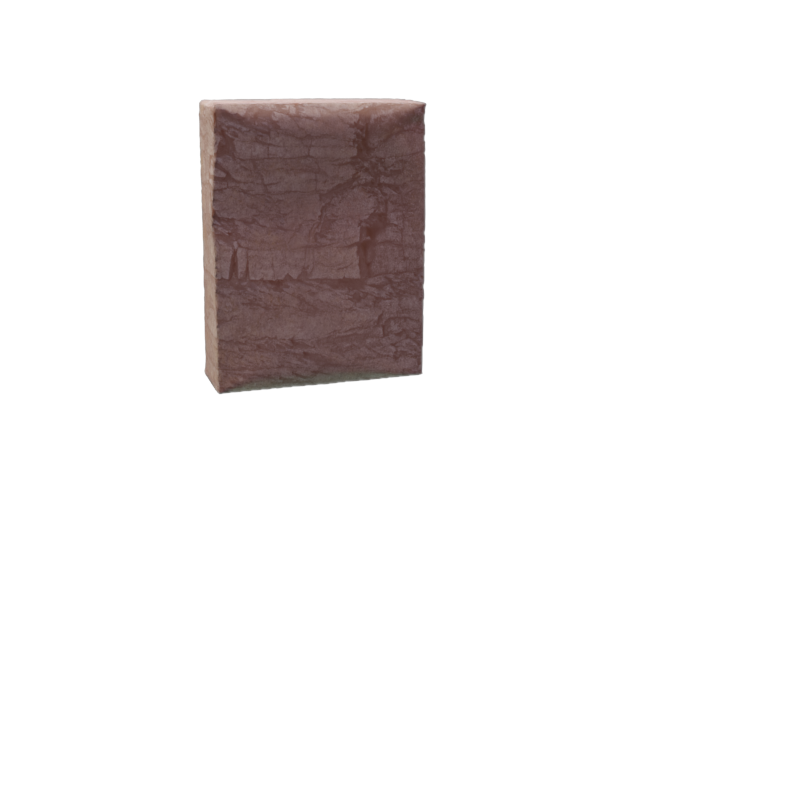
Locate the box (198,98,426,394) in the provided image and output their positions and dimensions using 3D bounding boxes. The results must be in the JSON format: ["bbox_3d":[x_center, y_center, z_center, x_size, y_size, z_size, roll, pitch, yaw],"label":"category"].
[{"bbox_3d":[-0.066,-0.120,0.839,0.161,0.209,0.075,-3,11,-16],"label":"box"}]
